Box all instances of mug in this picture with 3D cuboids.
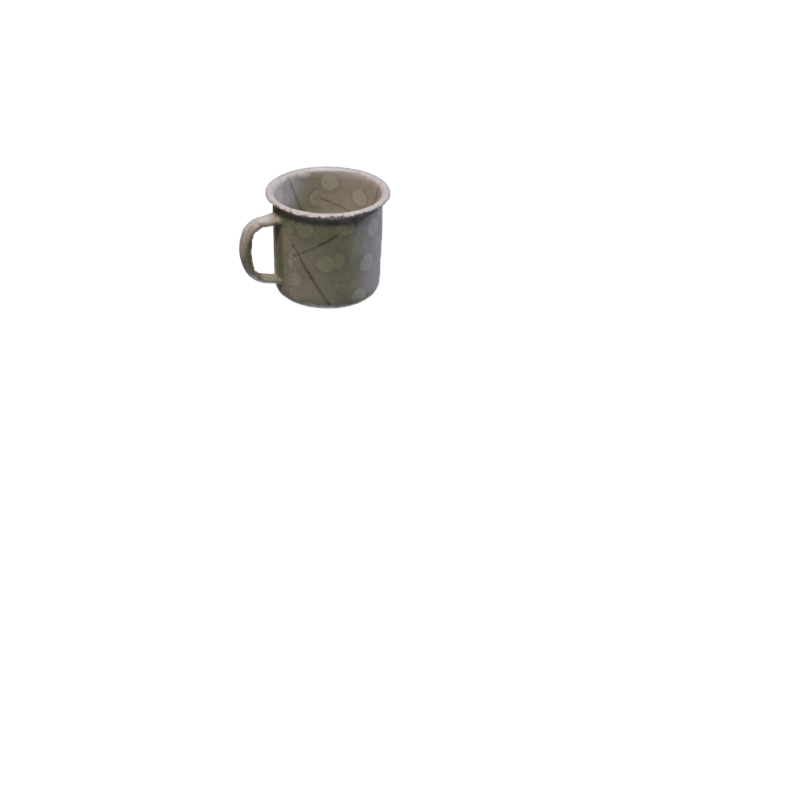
[{"bbox_3d":[-0.065,-0.119,0.835,0.115,0.077,0.100,-16,34,-25],"label":"mug"}]
